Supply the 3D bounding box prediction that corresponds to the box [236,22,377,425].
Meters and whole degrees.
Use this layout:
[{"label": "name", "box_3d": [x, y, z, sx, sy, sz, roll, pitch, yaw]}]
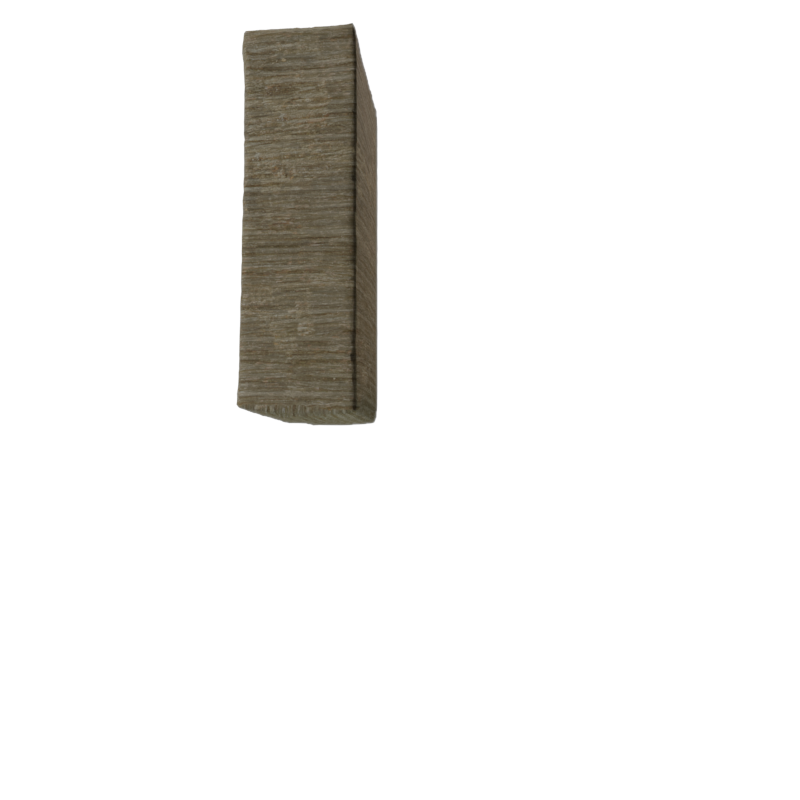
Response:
[{"label": "box", "box_3d": [-0.052, -0.095, 0.666, 0.072, 0.219, 0.160, -1, -8, 3]}]
